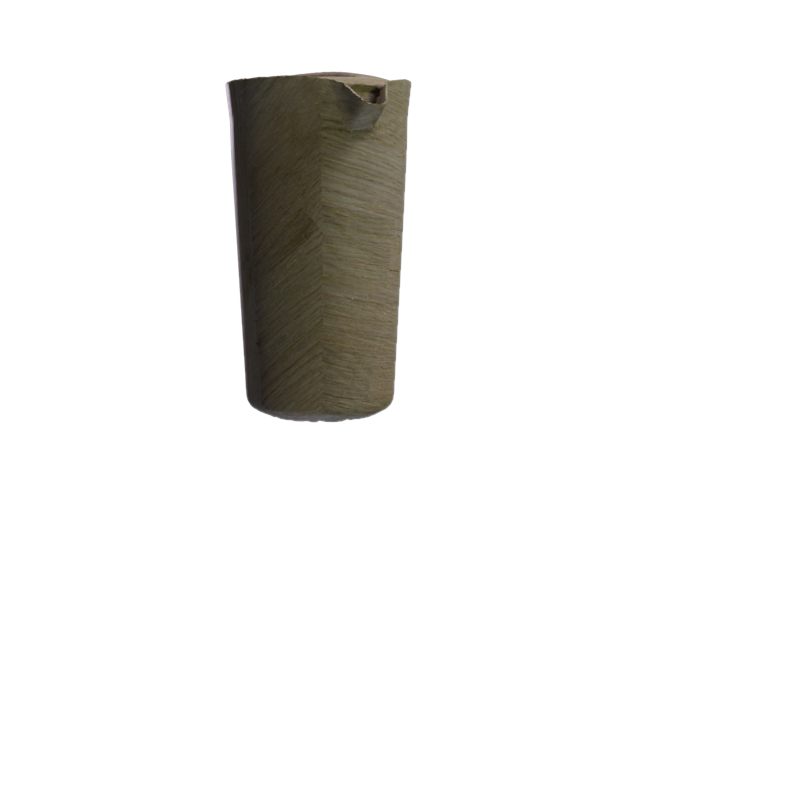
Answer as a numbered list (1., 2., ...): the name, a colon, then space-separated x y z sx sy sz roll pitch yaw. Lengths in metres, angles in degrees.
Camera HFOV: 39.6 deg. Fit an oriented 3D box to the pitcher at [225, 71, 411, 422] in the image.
1. pitcher: -0.063 -0.116 0.810 0.148 0.240 0.148 2 6 14
